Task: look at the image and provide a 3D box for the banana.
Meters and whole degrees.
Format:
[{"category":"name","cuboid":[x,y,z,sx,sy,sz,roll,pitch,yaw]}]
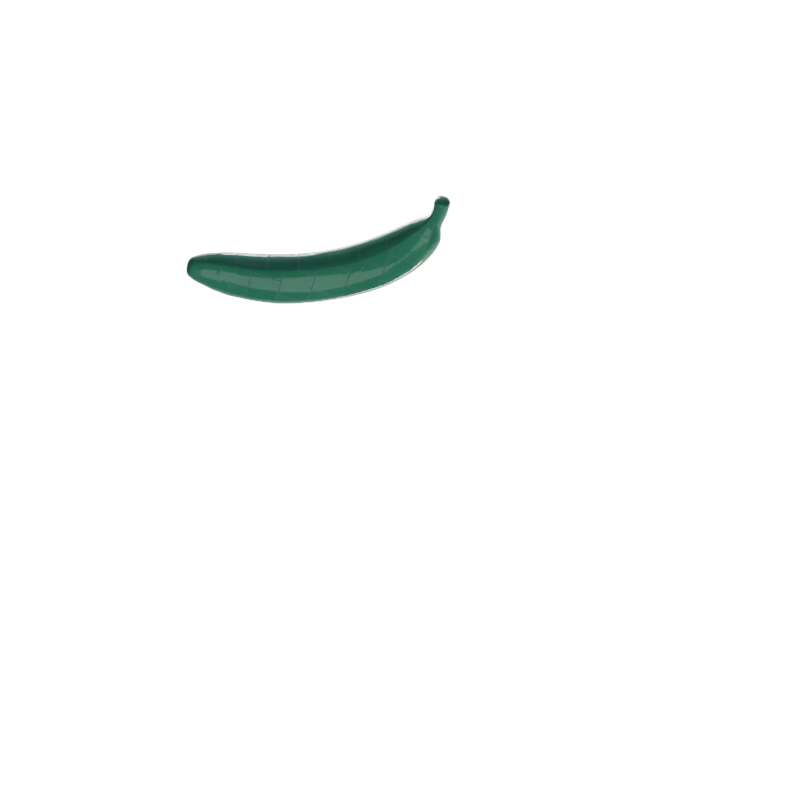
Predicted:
[{"category":"banana","cuboid":[-0.054,-0.102,0.810,0.199,0.064,0.039,-14,37,10]}]
